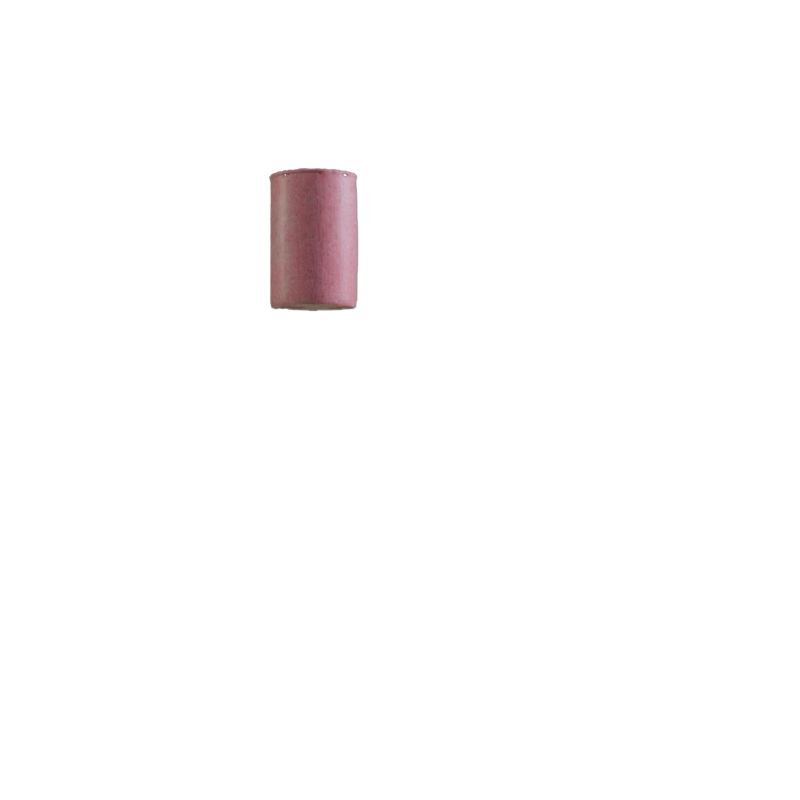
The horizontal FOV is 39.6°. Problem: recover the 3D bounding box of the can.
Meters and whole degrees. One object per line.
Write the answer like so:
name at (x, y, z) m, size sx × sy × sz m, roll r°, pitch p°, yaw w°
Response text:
can at (-0.066, -0.121, 0.848) m, size 0.068 × 0.104 × 0.068 m, roll 0°, pitch -5°, yaw -2°
